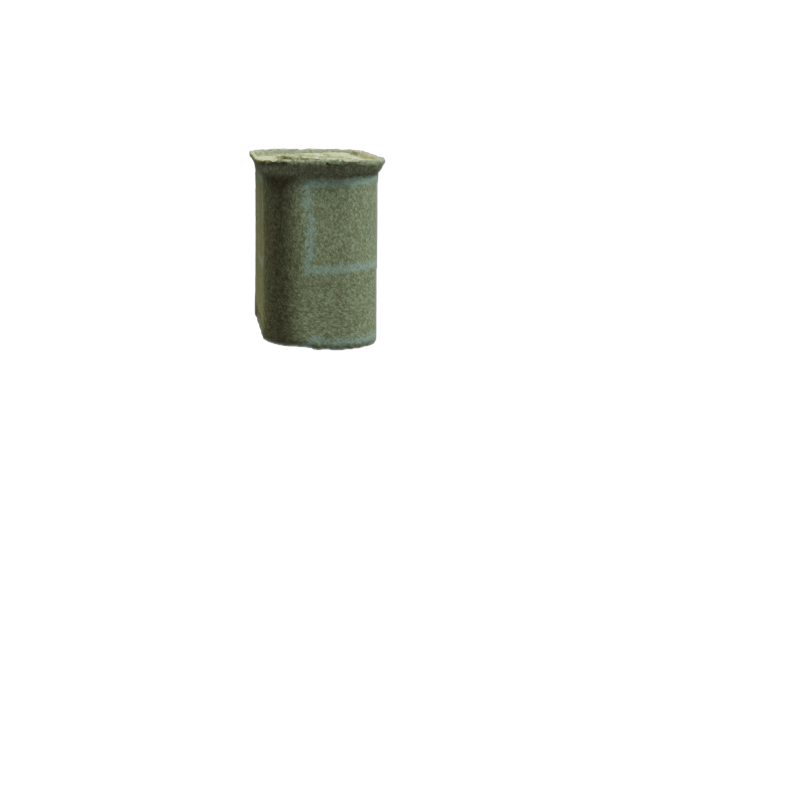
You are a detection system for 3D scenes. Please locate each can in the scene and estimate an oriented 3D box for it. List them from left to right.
[{"bbox_3d":[-0.041,-0.075,0.524,0.057,0.082,0.106,-1,13,-9],"label":"can"}]
